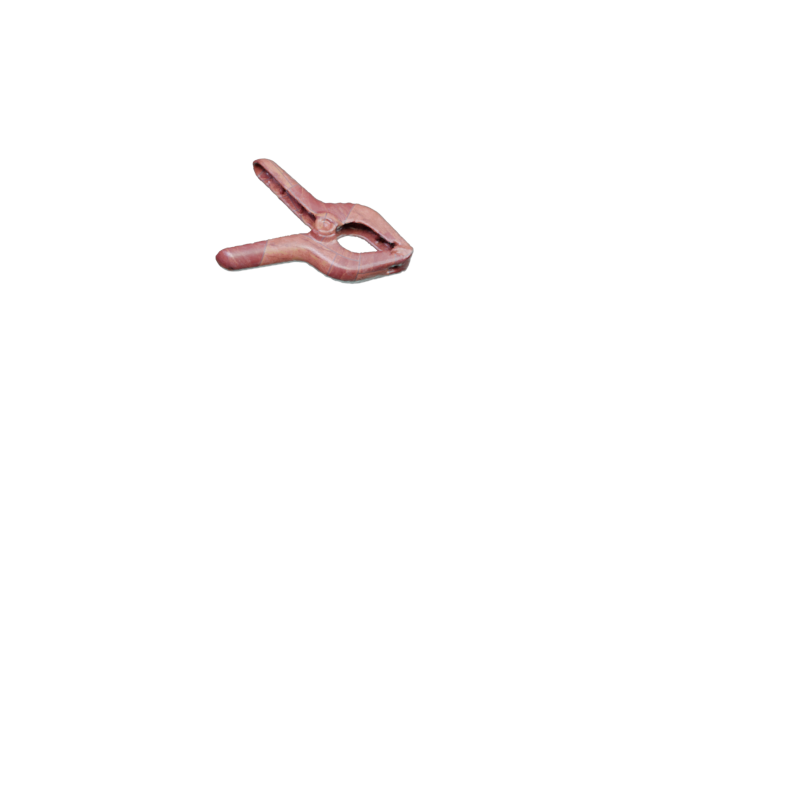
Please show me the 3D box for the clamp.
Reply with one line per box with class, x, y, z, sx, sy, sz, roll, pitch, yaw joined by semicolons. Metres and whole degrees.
clamp;-0.078;-0.141;0.991;0.175;0.124;0.037;23;-23;10
